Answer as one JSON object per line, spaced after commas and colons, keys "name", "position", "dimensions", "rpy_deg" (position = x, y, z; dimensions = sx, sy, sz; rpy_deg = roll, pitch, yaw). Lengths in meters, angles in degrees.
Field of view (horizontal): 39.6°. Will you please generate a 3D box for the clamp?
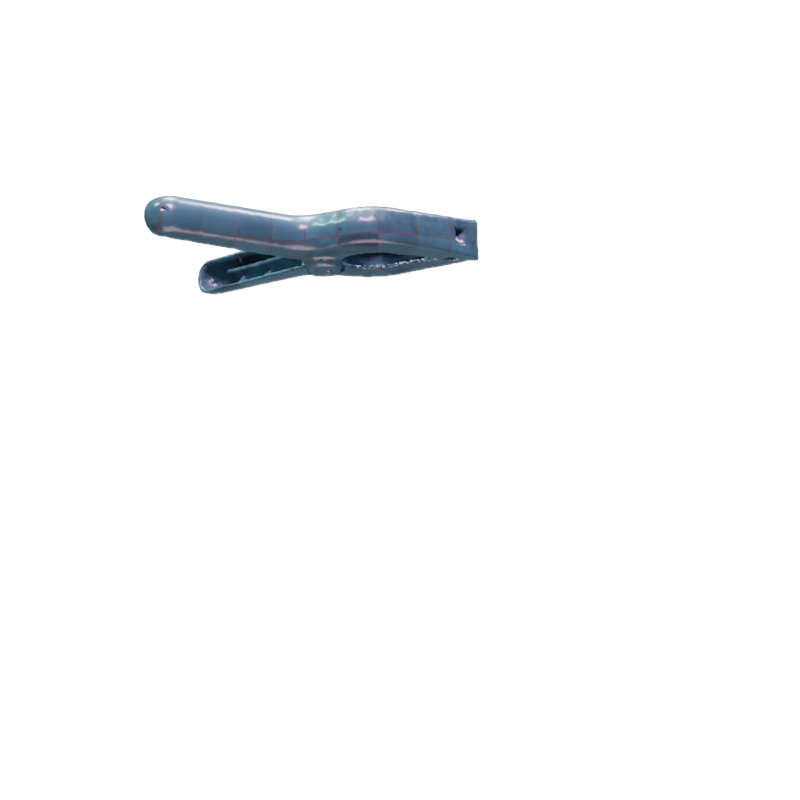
{"name": "clamp", "position": [-0.057, -0.103, 0.725], "dimensions": [0.213, 0.037, 0.157], "rpy_deg": [-2, -9, 12]}
